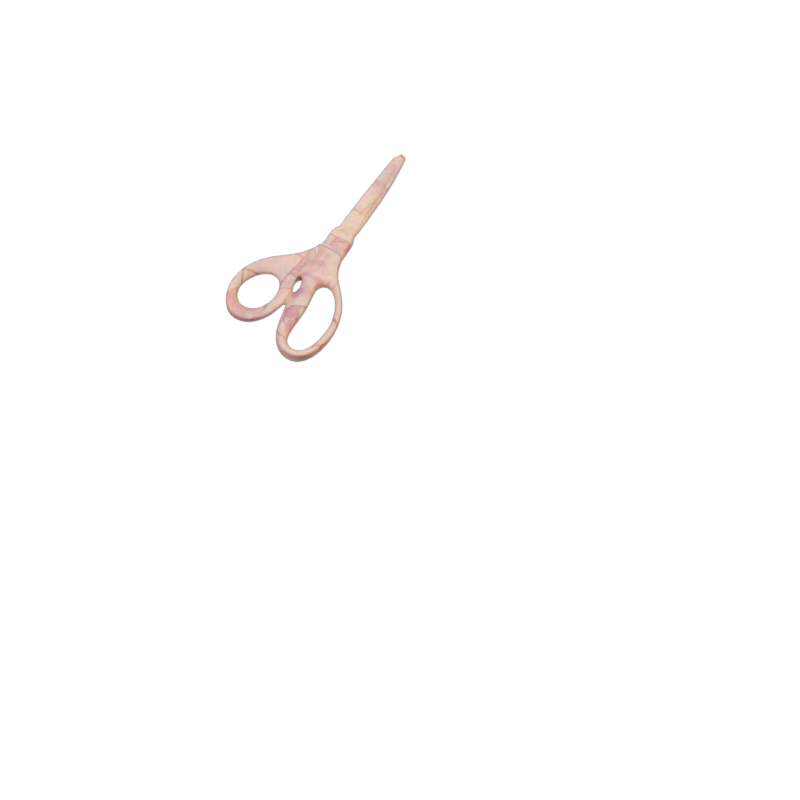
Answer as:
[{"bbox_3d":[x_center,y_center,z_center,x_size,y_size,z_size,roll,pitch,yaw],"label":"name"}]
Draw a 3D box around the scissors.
[{"bbox_3d":[-0.066,-0.121,0.847,0.098,0.212,0.015,12,-31,7],"label":"scissors"}]
